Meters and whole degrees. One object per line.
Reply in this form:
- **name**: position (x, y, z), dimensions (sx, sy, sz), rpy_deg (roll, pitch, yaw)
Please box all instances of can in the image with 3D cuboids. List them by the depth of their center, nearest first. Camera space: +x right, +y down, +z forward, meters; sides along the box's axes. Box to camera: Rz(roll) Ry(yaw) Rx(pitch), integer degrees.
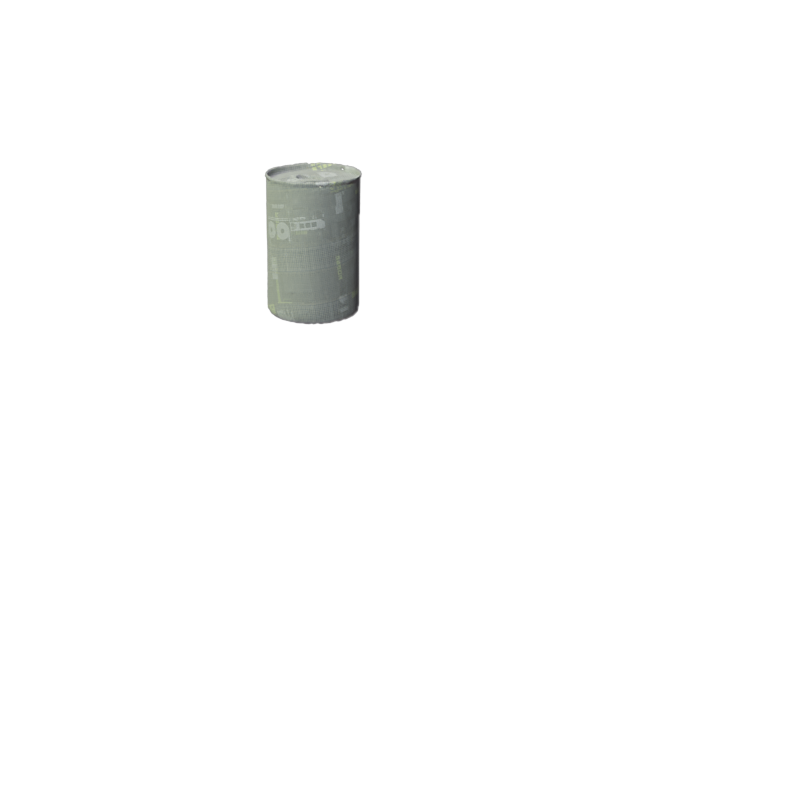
- **can**: position (-0.062, -0.113, 0.790), dimensions (0.068, 0.098, 0.071), rpy_deg (0, 18, -2)
